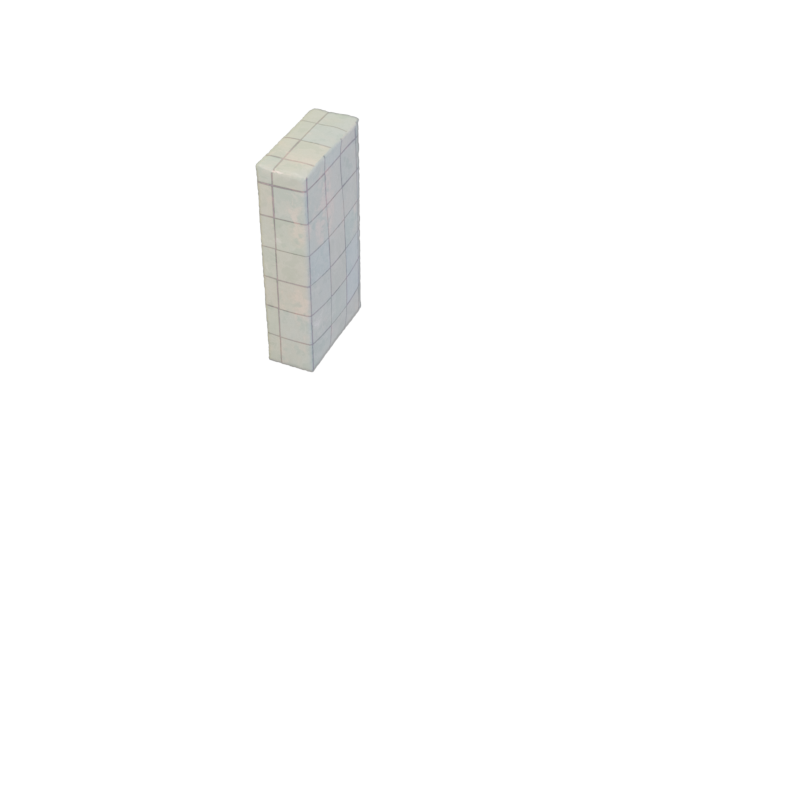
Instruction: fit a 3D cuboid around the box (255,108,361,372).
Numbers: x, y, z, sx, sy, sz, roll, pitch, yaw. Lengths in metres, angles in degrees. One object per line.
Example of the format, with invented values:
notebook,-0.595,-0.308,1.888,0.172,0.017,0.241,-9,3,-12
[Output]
box,-0.065,-0.118,0.830,0.050,0.164,0.097,17,42,16
